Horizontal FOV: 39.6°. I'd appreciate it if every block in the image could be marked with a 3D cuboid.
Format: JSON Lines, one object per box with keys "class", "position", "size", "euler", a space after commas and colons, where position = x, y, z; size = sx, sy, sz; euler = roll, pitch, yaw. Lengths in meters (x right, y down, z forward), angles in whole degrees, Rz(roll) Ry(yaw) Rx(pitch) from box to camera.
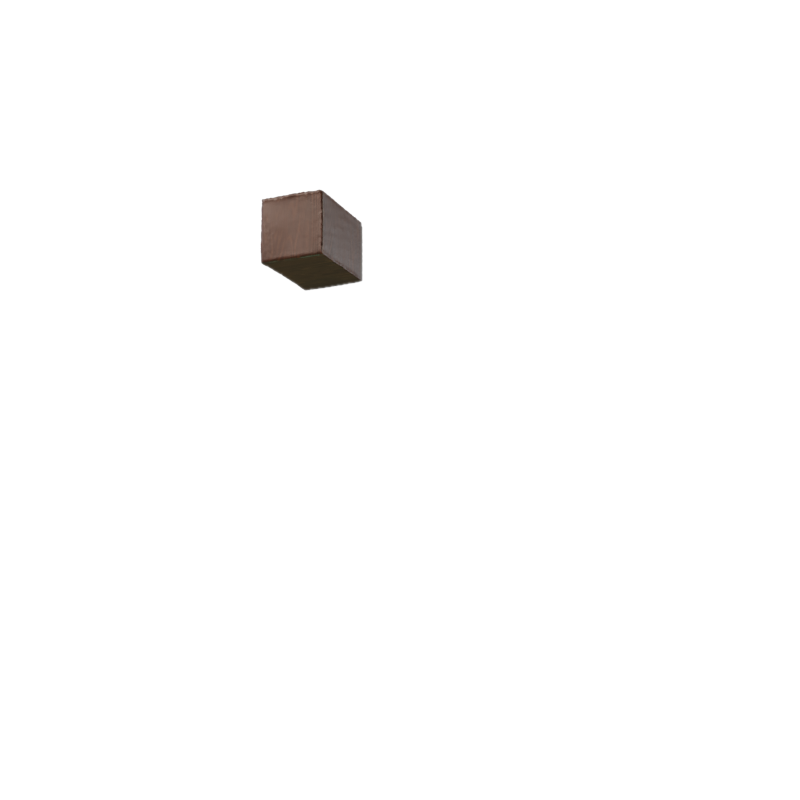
{"class": "block", "position": [-0.067, -0.121, 0.850], "size": [0.054, 0.053, 0.073], "euler": [-7, -16, 21]}
